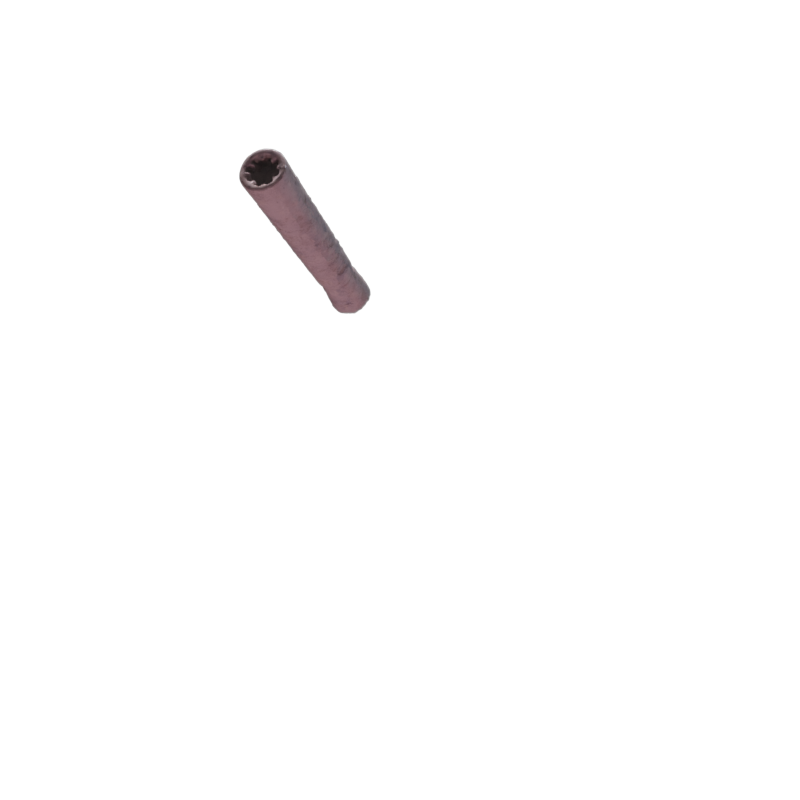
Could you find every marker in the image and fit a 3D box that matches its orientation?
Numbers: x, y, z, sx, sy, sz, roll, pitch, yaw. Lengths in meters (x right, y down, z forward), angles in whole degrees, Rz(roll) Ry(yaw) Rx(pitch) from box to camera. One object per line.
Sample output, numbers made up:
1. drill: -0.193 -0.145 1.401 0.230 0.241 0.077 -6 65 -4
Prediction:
1. marker: -0.036 -0.066 0.460 0.020 0.021 0.113 2 -20 17
